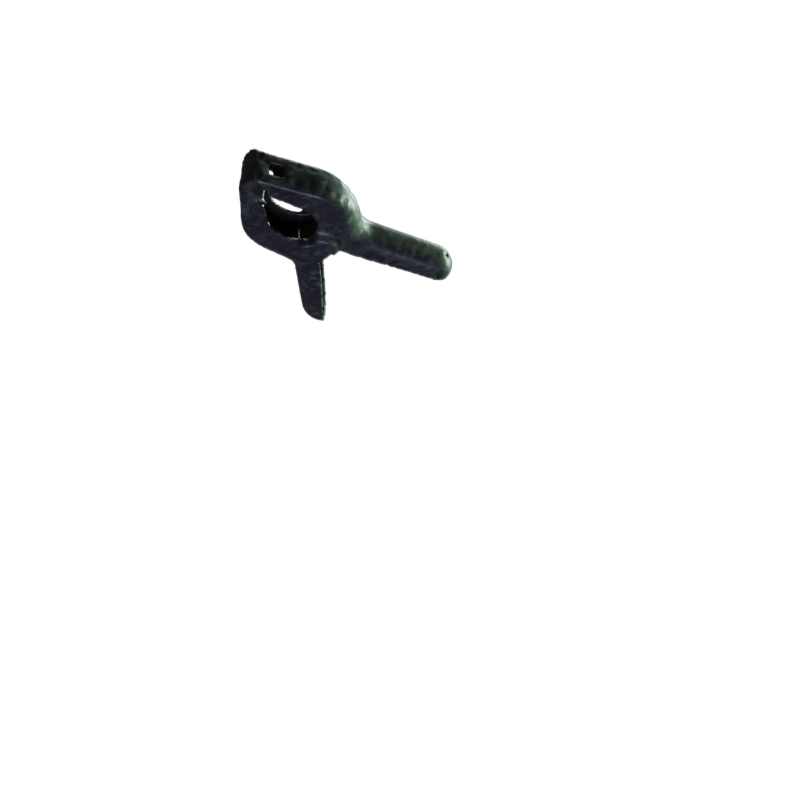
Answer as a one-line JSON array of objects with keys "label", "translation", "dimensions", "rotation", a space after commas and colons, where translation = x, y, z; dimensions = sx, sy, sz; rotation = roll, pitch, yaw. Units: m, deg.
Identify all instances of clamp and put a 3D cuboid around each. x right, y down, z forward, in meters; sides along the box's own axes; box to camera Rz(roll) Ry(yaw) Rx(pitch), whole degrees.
[{"label": "clamp", "translation": [-0.060, -0.109, 0.762], "dimensions": [0.120, 0.042, 0.160], "rotation": [-30, -47, 32]}]
